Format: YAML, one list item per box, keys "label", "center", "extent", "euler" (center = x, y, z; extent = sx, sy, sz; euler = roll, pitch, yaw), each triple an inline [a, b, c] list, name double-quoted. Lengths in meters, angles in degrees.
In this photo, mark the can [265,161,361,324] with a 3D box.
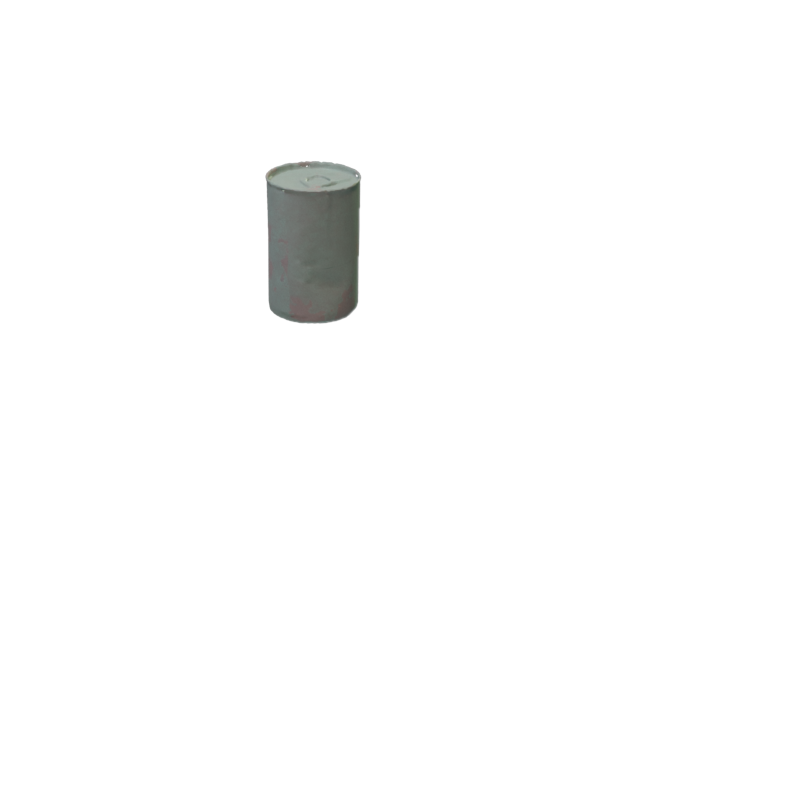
- label: "can"
  center: [-0.063, -0.115, 0.804]
  extent: [0.068, 0.097, 0.072]
  euler: [0, 24, -2]
